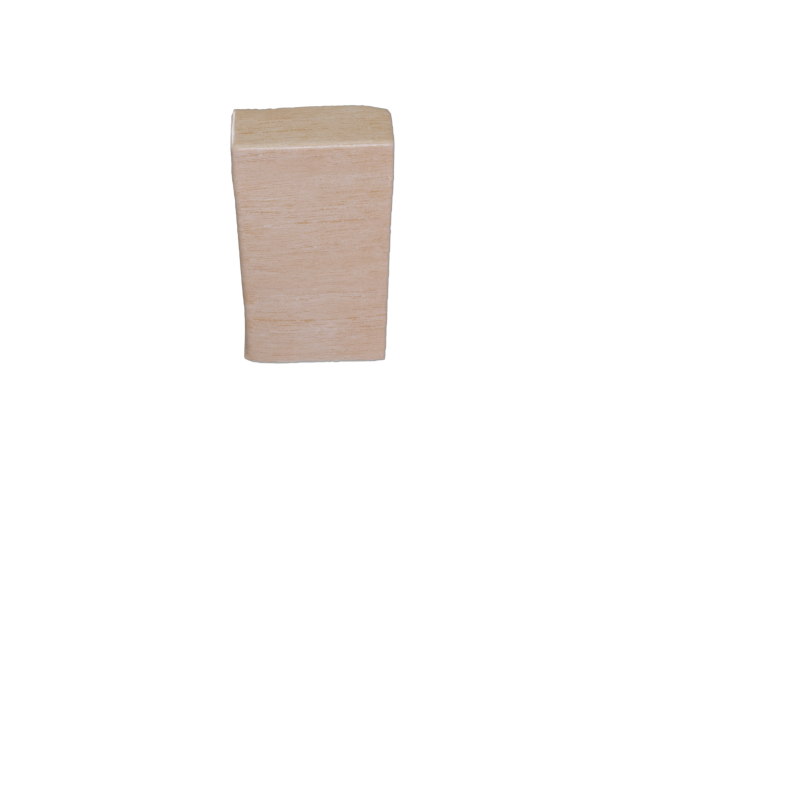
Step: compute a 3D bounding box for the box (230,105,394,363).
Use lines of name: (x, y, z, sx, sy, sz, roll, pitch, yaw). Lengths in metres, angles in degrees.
box: (-0.053, -0.097, 0.677, 0.093, 0.164, 0.052, 0, 43, -4)
